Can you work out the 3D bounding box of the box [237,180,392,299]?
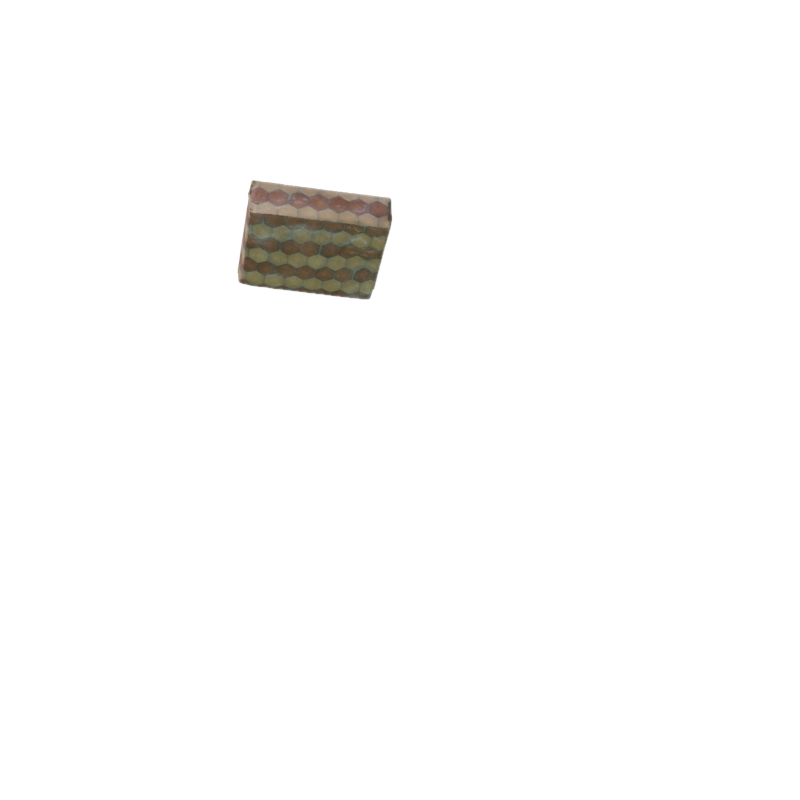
[{"bbox_3d":[-0.069,-0.126,0.882,0.112,0.042,0.085,6,-39,-8],"label":"box"}]
